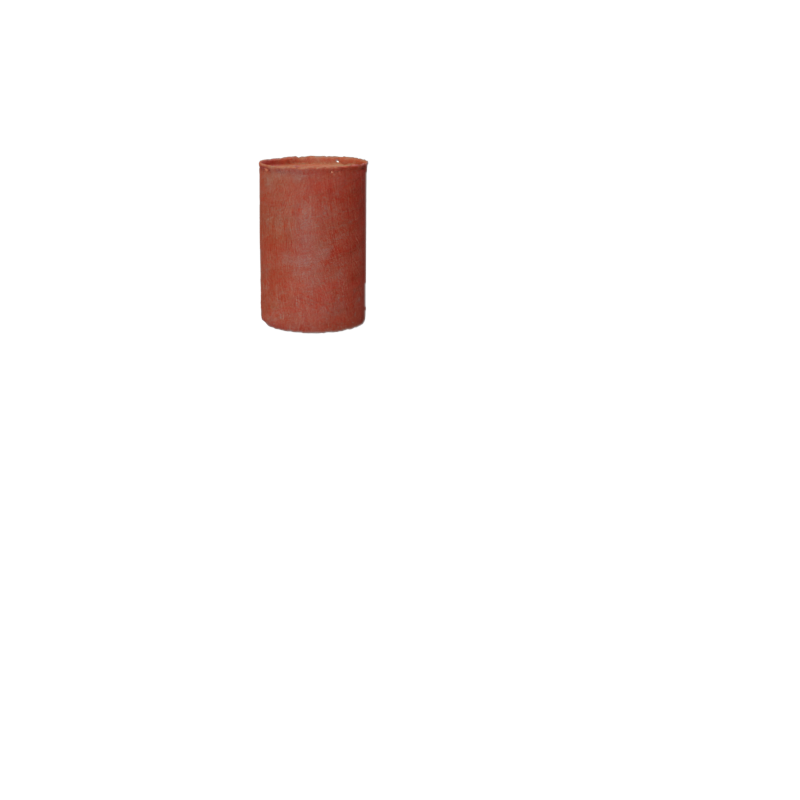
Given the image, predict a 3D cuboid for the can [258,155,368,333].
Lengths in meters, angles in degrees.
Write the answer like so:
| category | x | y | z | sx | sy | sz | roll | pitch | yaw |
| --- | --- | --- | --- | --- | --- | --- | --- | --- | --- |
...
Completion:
| category | x | y | z | sx | sy | sz | roll | pitch | yaw |
| --- | --- | --- | --- | --- | --- | --- | --- | --- | --- |
| can | -0.054 | -0.099 | 0.695 | 0.068 | 0.100 | 0.071 | 0 | 12 | -2 |
